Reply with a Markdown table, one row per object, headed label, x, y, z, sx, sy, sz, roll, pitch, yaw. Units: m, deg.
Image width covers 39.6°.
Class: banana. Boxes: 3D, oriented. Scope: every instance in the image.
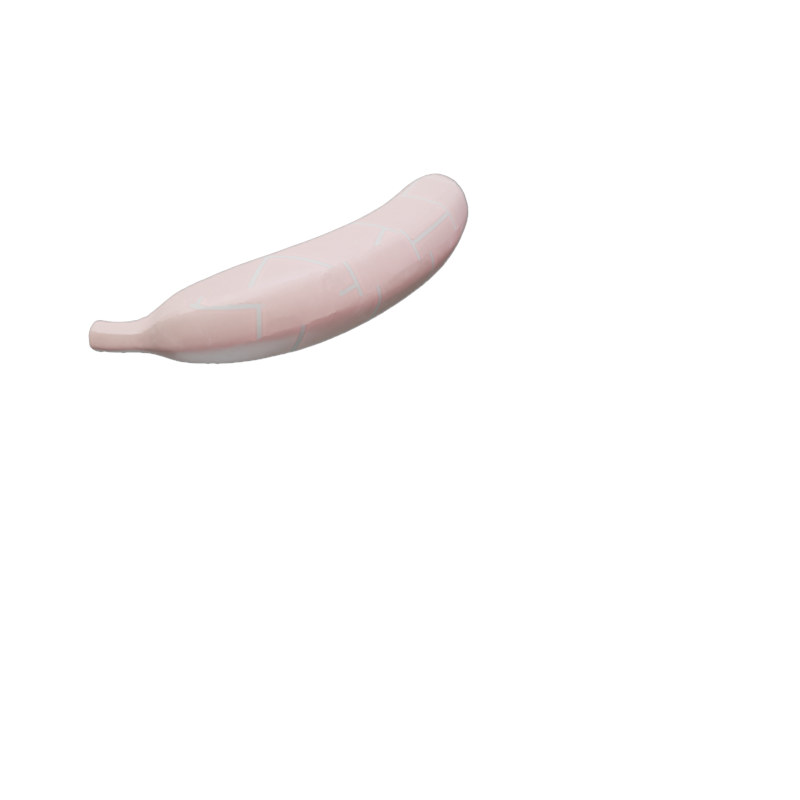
| label | x | y | z | sx | sy | sz | roll | pitch | yaw |
| --- | --- | --- | --- | --- | --- | --- | --- | --- | --- |
| banana | -0.025 | -0.057 | 0.445 | 0.074 | 0.035 | 0.196 | 26 | 40 | 37 |
